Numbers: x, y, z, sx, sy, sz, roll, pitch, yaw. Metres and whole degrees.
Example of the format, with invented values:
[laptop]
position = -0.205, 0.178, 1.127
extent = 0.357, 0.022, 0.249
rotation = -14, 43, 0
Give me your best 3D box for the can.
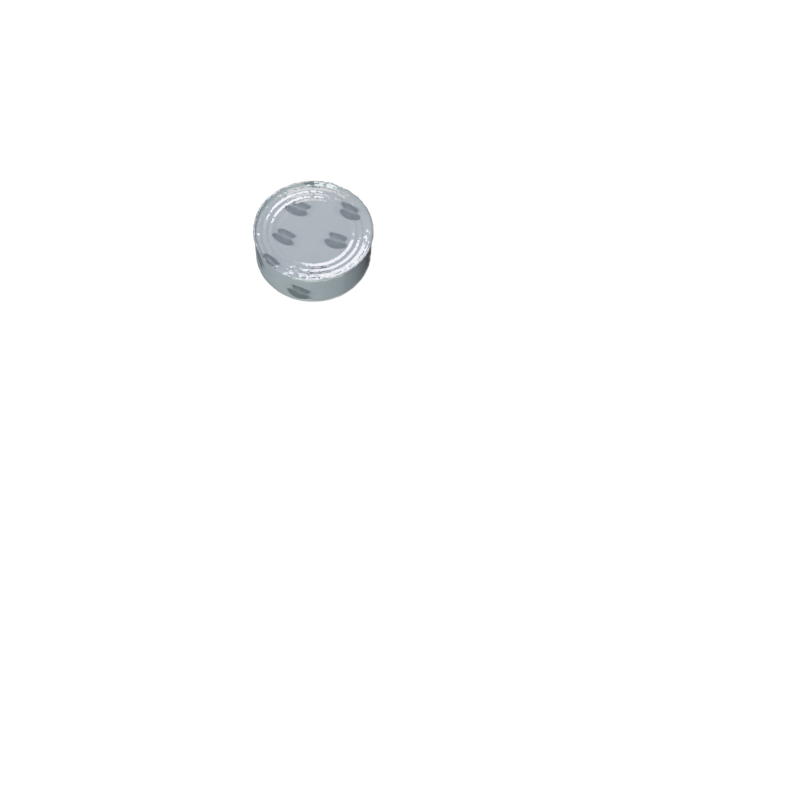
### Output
[can]
position = -0.063, -0.114, 0.799
extent = 0.086, 0.092, 0.031
rotation = -1, -31, -1
